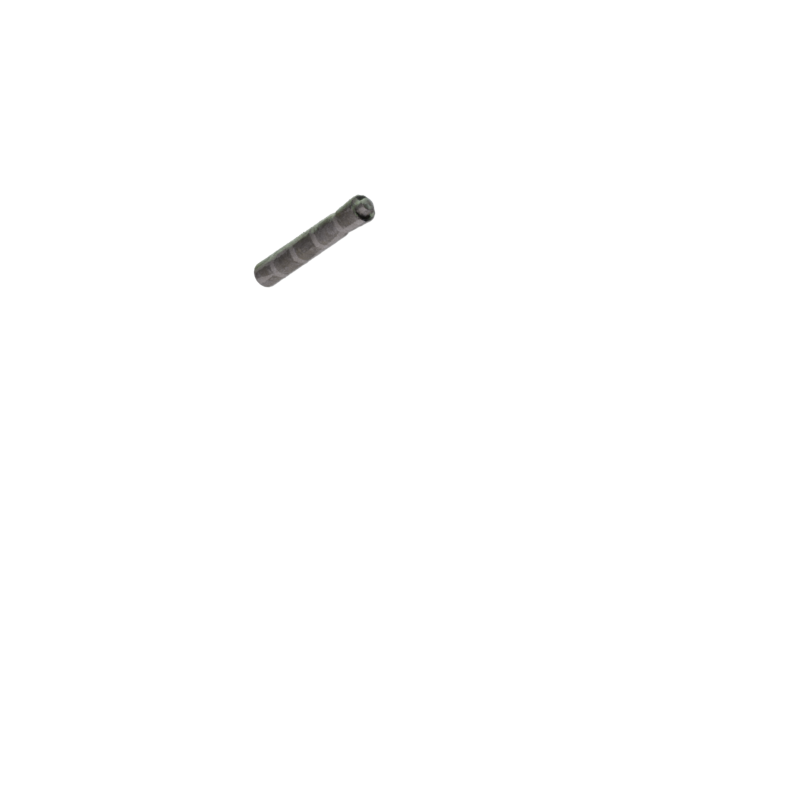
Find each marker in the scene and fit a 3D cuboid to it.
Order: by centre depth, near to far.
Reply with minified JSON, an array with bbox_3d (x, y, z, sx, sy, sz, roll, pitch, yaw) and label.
[{"bbox_3d":[-0.057,-0.103,0.723,0.019,0.020,0.121,-3,-15,-40],"label":"marker"}]
